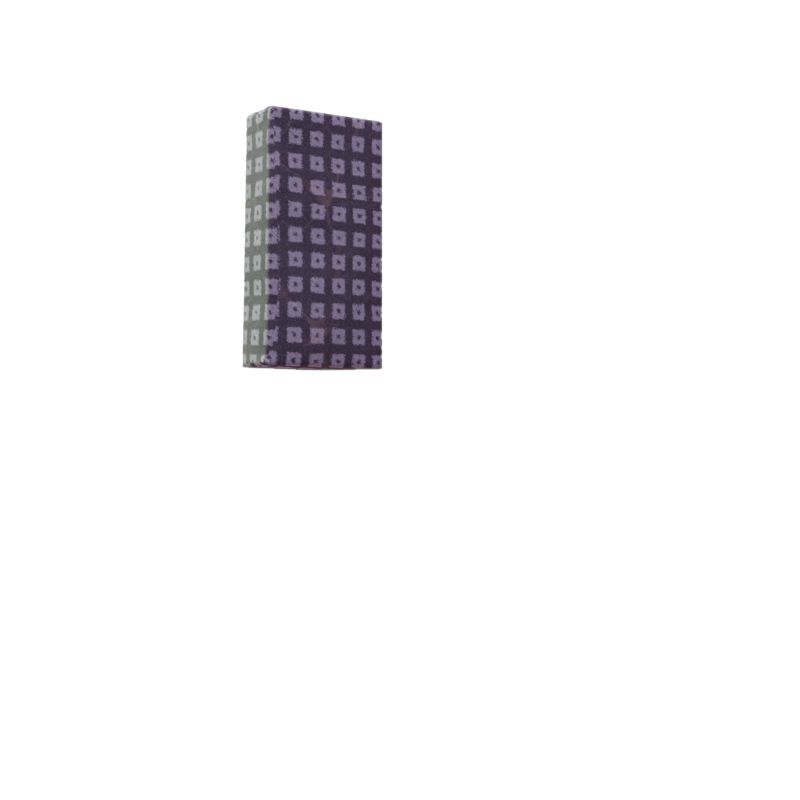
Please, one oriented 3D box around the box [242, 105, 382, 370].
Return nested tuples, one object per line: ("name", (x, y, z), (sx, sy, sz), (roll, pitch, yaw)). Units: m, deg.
("box", (-0.060, -0.110, 0.771), (0.090, 0.180, 0.049), (4, -10, -31))
